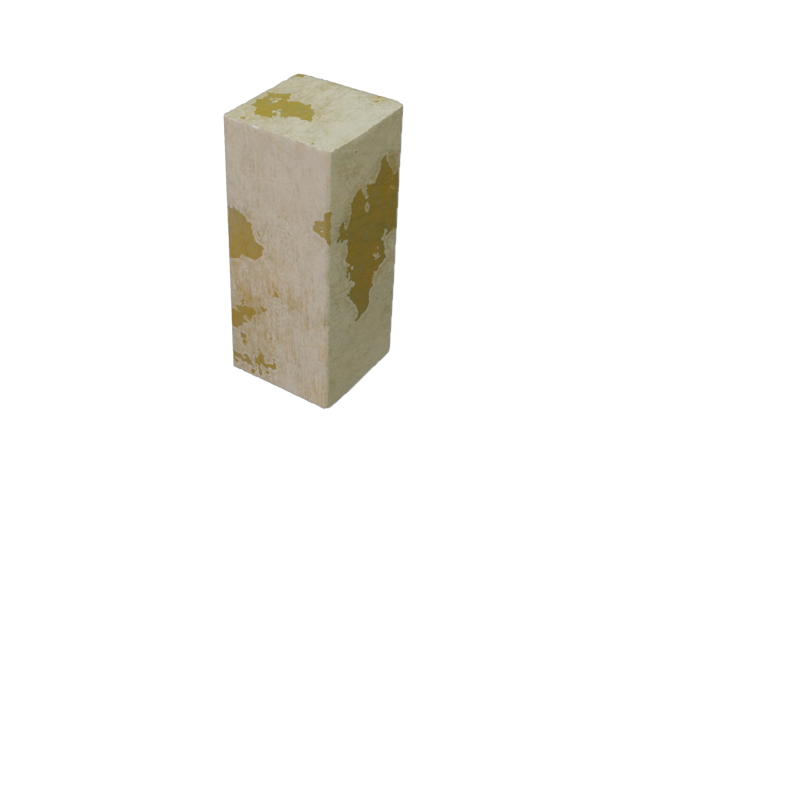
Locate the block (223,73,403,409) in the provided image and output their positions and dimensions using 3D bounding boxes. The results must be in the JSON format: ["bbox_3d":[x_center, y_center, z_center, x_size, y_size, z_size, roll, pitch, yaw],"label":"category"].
[{"bbox_3d":[-0.061,-0.112,0.784,0.095,0.193,0.091,22,39,26],"label":"block"}]
